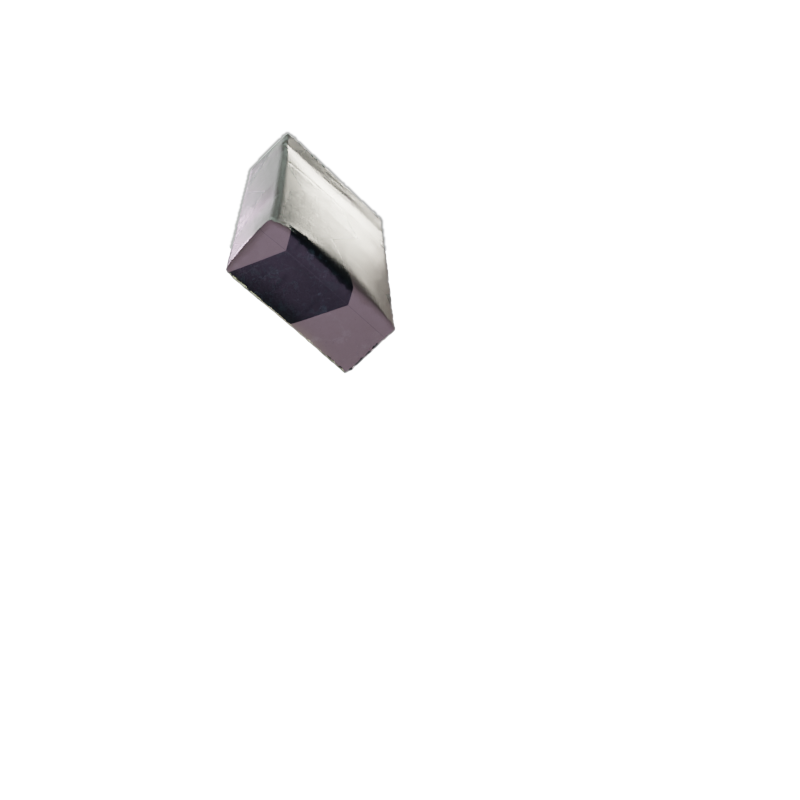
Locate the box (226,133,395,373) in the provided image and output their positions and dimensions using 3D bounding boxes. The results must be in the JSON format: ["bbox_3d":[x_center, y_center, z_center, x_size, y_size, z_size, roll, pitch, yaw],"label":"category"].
[{"bbox_3d":[-0.053,-0.096,0.673,0.090,0.047,0.185,41,16,-19],"label":"box"}]
